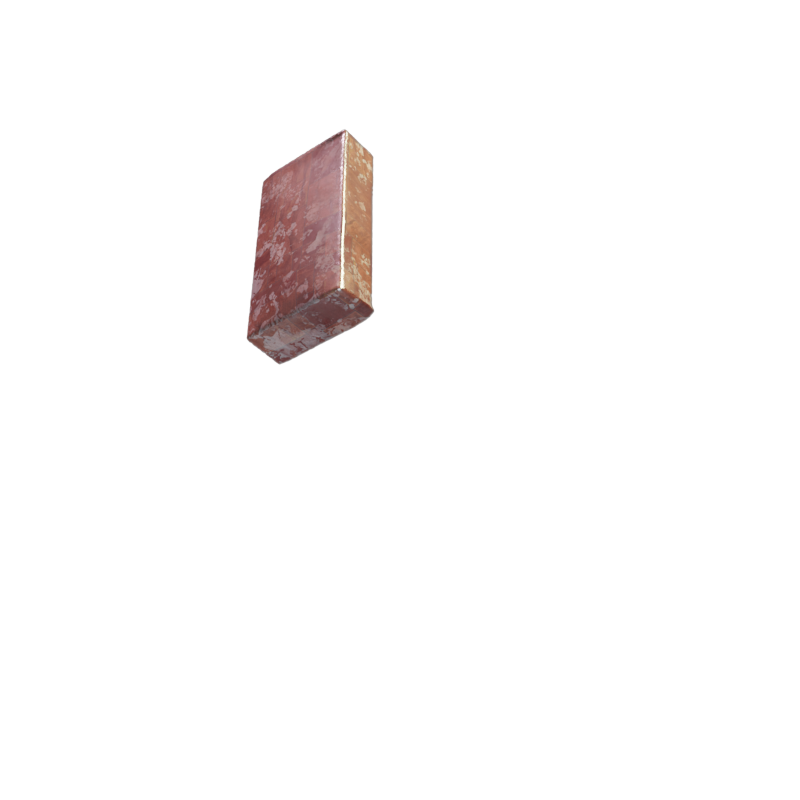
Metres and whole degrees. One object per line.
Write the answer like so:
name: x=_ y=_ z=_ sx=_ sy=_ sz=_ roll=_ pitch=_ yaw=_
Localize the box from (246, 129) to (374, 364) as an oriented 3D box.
box: x=-0.068 y=-0.123 z=0.858 sx=0.093 sy=0.189 sz=0.045 roll=-27 pitch=-45 yaw=26
